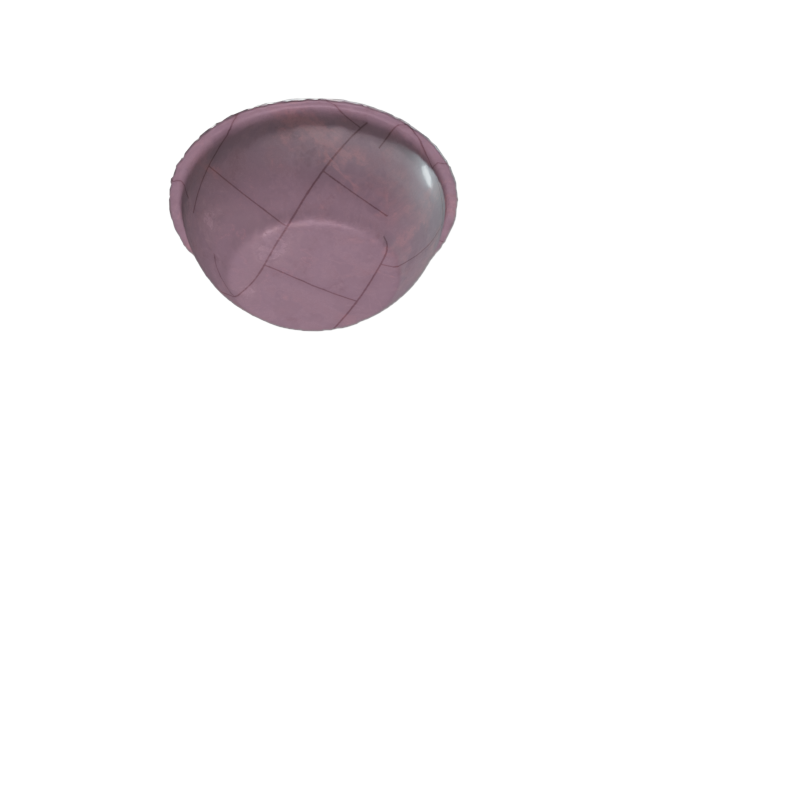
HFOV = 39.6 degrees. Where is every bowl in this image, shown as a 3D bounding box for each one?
[{"bbox_3d":[-0.047,-0.086,0.605,0.162,0.059,0.151,1,-37,-2],"label":"bowl"}]
